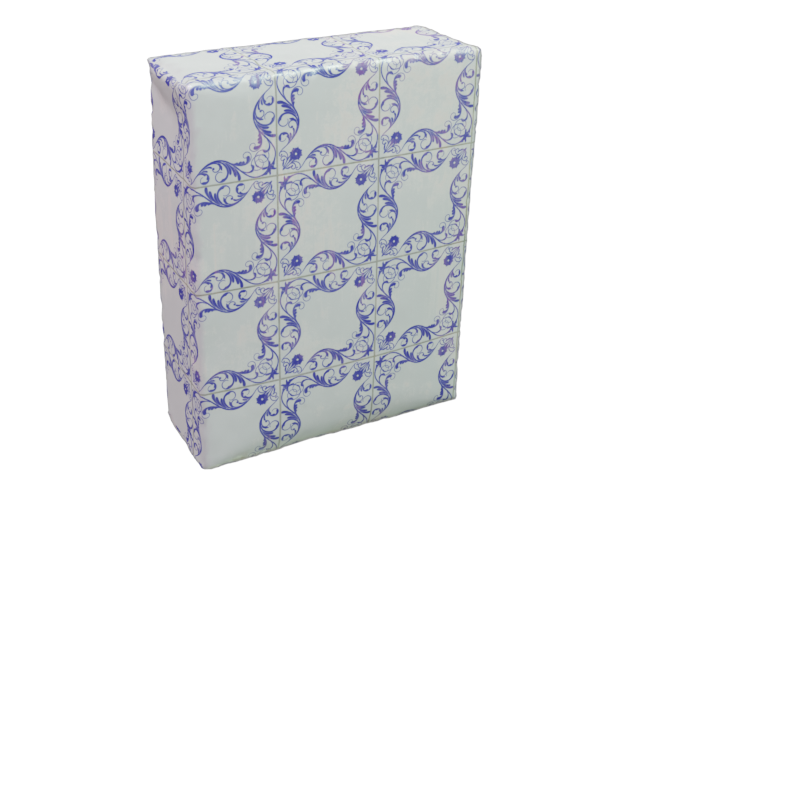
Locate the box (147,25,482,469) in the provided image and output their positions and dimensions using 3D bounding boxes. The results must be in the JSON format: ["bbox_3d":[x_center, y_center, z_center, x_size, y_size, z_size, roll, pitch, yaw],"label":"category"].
[{"bbox_3d":[-0.047,-0.086,0.604,0.161,0.202,0.077,-13,29,-26],"label":"box"}]
